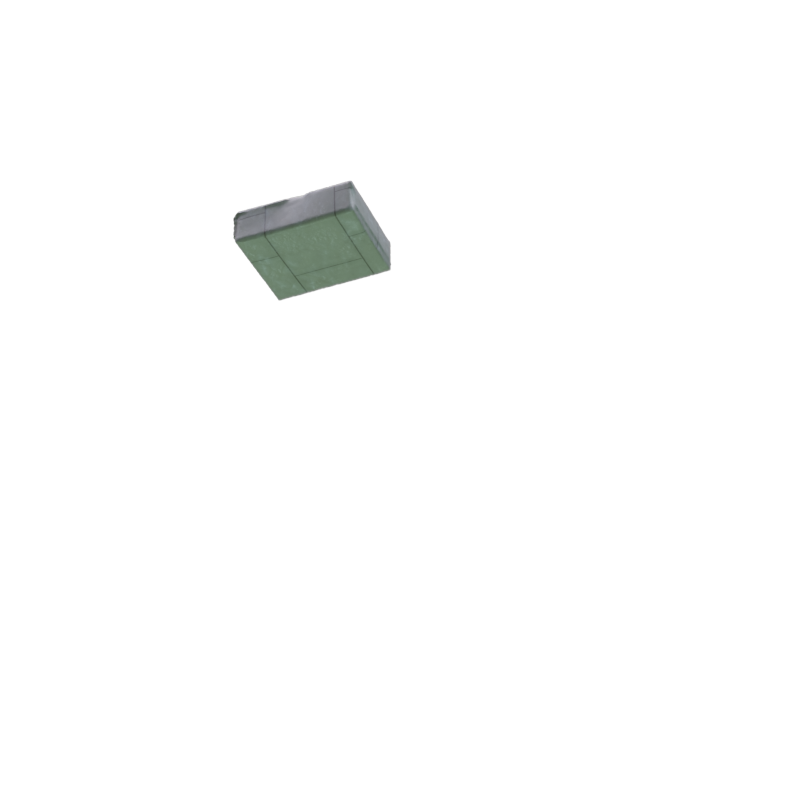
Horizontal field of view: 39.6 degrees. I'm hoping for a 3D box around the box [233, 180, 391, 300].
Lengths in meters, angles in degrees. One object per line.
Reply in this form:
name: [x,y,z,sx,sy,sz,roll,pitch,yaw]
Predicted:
box: [-0.060,-0.109,0.764,0.090,0.032,0.067,-13,-35,18]
